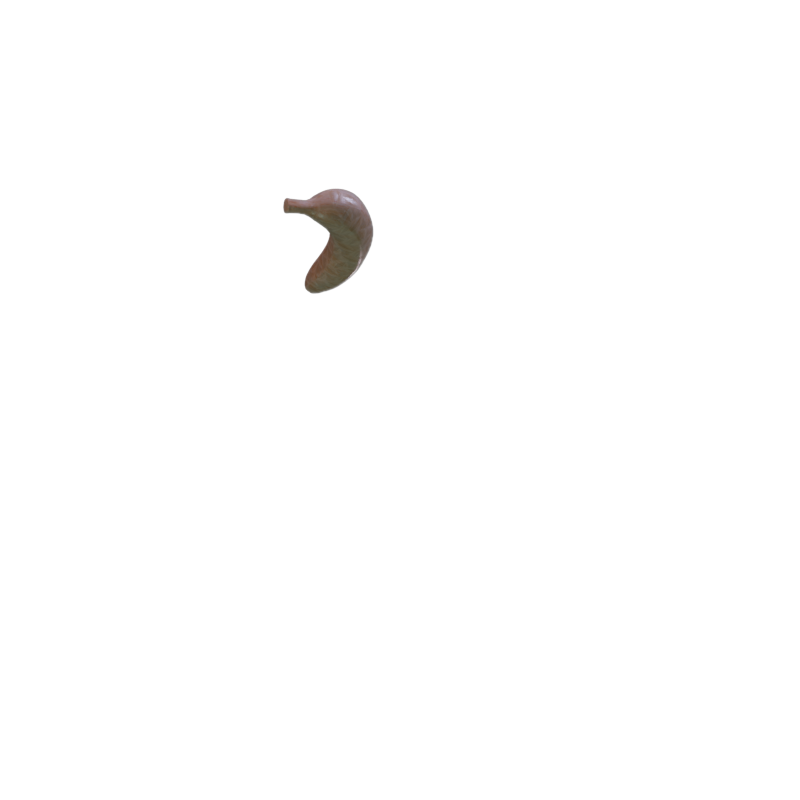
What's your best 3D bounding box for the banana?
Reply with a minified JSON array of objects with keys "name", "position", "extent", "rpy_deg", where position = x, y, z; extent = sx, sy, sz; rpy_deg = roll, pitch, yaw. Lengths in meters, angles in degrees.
[{"name":"banana","position":[-0.058,-0.140,0.967],"extent":[0.070,0.038,0.188],"rpy_deg":[-1,-18,2]}]
